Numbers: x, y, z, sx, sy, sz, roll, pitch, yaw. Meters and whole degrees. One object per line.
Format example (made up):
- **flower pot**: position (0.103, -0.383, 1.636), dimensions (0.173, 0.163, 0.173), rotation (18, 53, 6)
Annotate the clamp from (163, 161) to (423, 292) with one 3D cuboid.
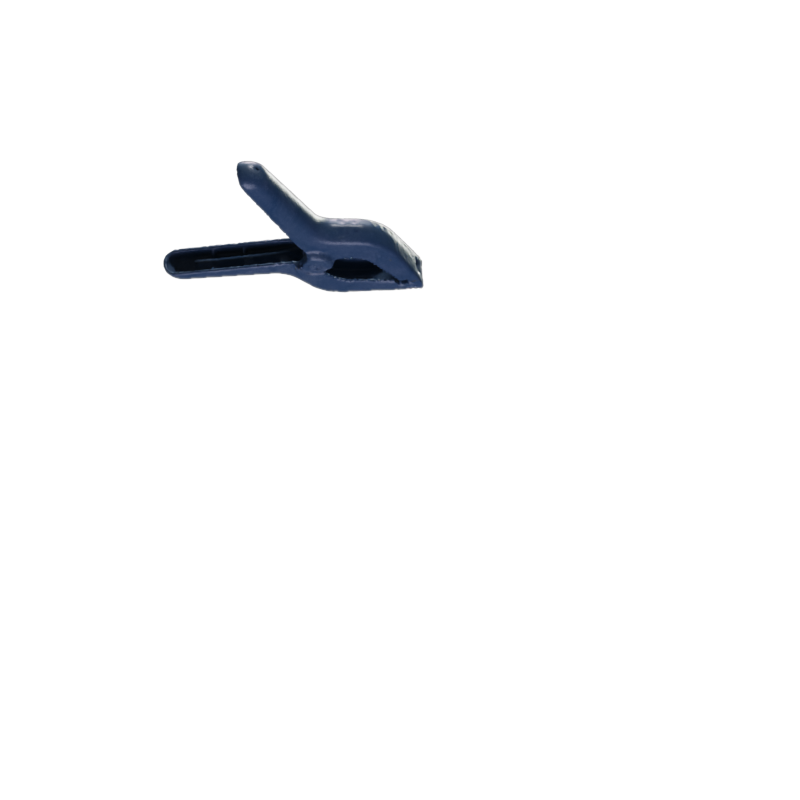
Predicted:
- **clamp**: position (-0.070, -0.127, 0.888), dimensions (0.204, 0.038, 0.160), rotation (9, -25, -20)
